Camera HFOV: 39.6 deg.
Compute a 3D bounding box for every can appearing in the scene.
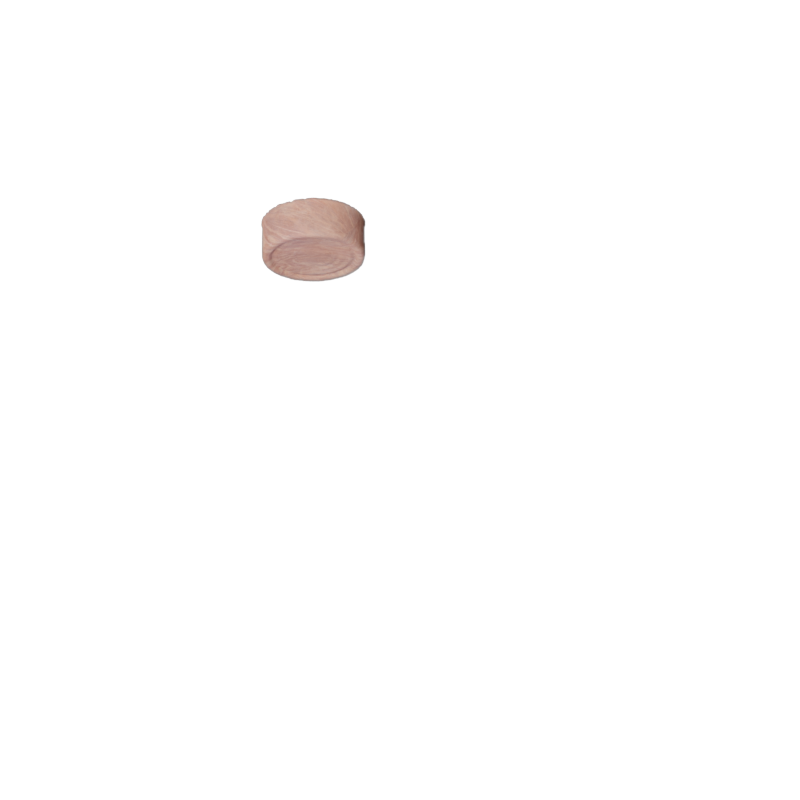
[{"bbox_3d":[-0.071,-0.130,0.907,0.086,0.035,0.081,0,-22,-2],"label":"can"}]
